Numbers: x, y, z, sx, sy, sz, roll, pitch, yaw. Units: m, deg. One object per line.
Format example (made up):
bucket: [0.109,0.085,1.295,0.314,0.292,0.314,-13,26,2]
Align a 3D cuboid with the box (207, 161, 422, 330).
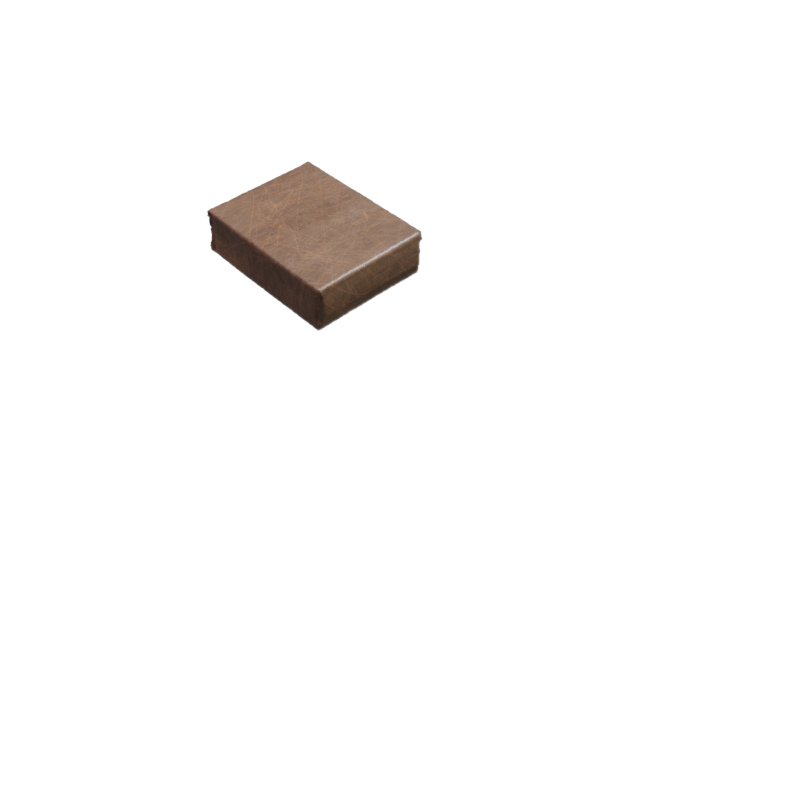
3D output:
box: [-0.057,-0.103,0.723,0.090,0.036,0.121,-31,49,-32]
